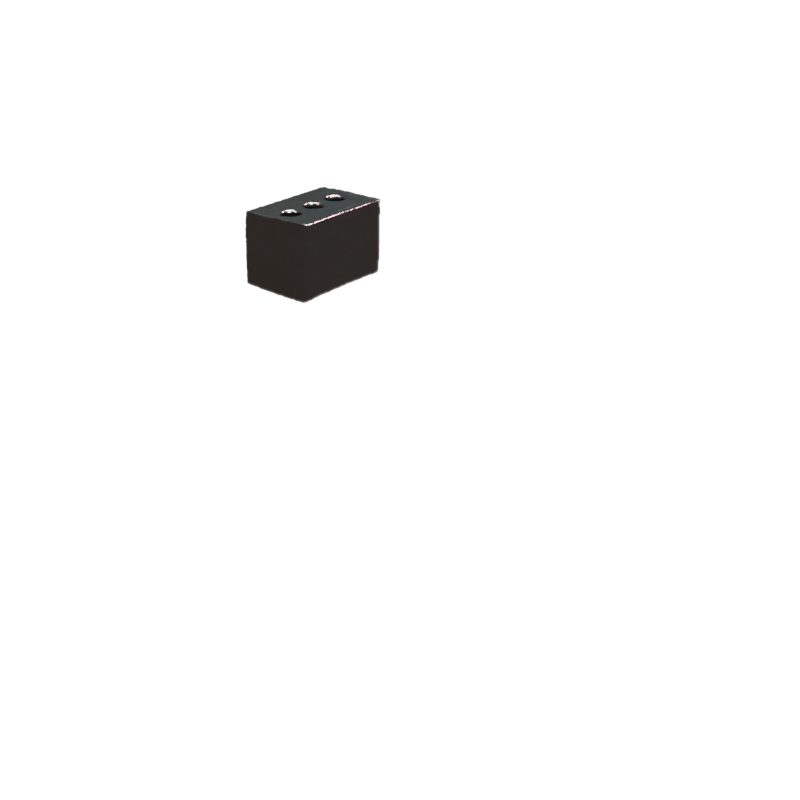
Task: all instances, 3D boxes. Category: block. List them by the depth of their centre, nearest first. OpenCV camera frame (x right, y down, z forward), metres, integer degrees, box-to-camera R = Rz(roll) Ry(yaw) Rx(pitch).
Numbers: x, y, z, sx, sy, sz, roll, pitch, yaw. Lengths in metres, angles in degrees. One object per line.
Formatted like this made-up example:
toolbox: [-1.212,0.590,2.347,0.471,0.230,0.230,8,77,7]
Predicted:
block: [-0.057,-0.103,0.724,0.056,0.049,0.077,17,29,33]
